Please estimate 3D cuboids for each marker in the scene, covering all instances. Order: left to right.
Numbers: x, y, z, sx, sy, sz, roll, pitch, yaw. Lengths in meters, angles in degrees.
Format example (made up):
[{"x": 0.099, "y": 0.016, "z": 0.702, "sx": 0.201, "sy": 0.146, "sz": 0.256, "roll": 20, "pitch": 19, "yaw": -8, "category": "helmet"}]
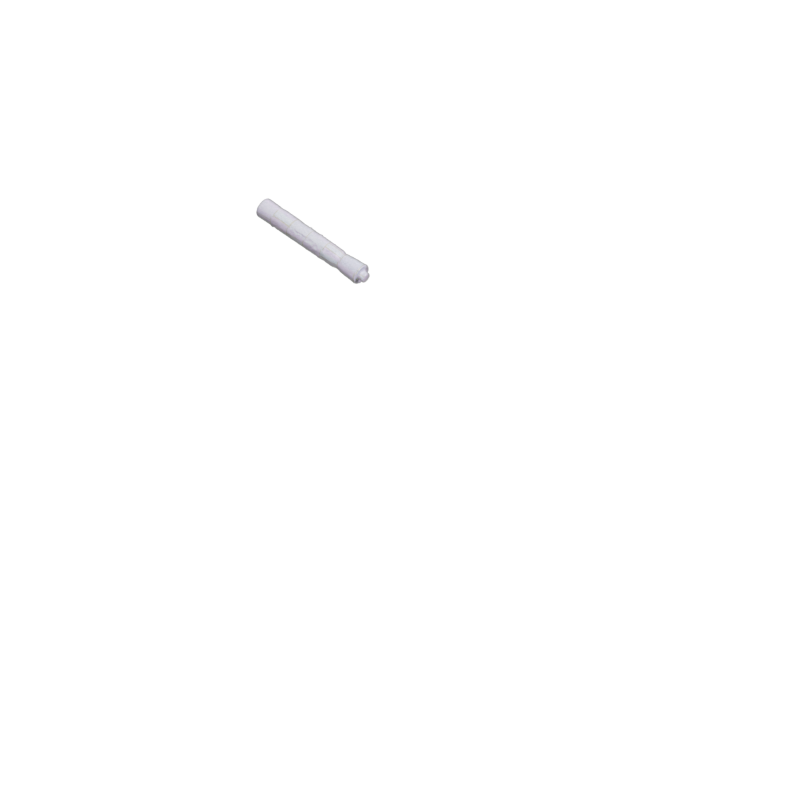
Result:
[{"x": -0.075, "y": -0.136, "z": 0.955, "sx": 0.128, "sy": 0.019, "sz": 0.019, "roll": 37, "pitch": 20, "yaw": 25, "category": "marker"}]
